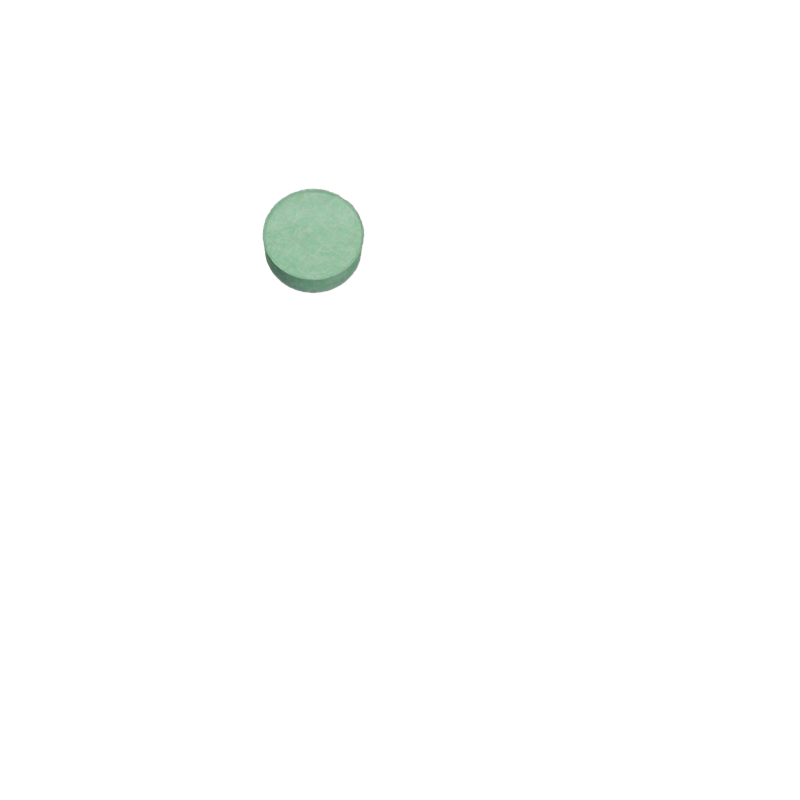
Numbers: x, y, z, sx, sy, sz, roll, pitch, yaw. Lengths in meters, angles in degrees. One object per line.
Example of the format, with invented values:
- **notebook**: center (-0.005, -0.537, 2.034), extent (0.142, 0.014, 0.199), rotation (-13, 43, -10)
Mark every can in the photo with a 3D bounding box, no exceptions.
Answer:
- **can**: center (-0.074, -0.136, 0.950), extent (0.086, 0.091, 0.032), rotation (-1, -24, -1)
